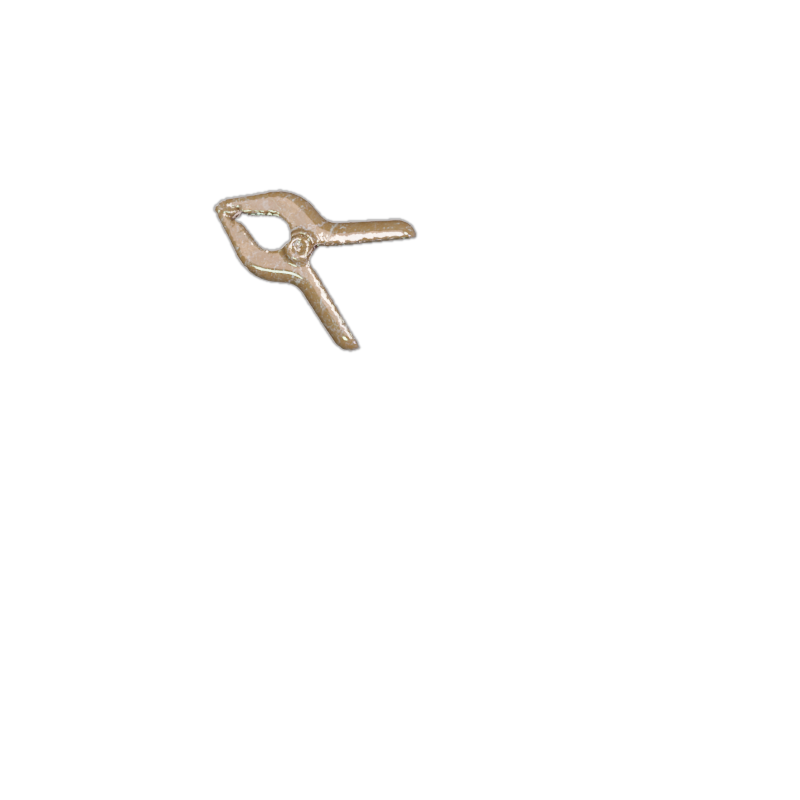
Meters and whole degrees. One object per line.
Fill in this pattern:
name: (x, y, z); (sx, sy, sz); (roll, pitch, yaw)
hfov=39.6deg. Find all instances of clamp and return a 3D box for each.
clamp: (-0.075, -0.136, 0.955); (0.174, 0.121, 0.038); (36, -8, 5)
